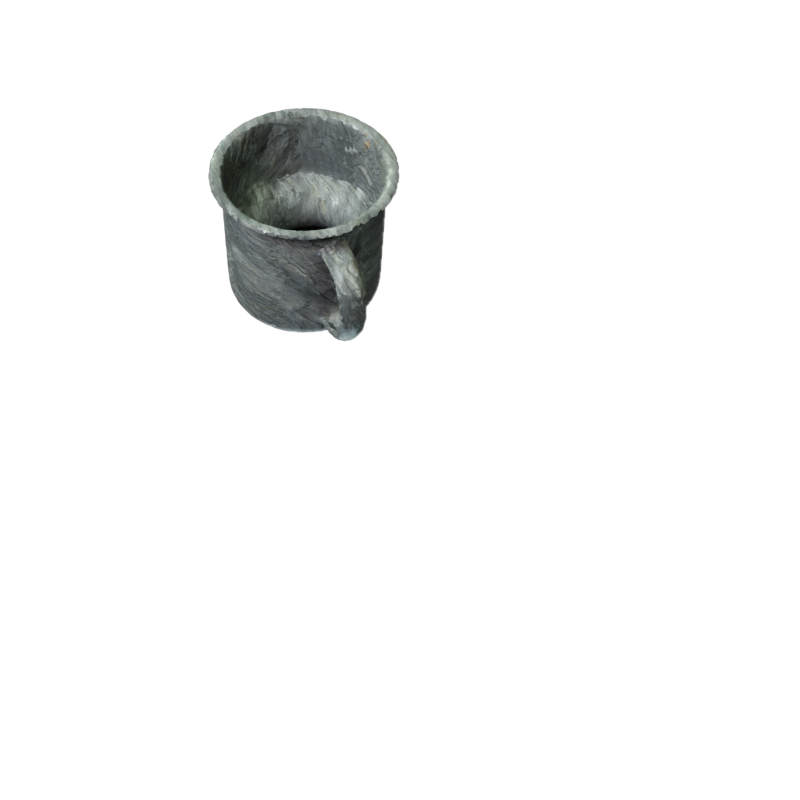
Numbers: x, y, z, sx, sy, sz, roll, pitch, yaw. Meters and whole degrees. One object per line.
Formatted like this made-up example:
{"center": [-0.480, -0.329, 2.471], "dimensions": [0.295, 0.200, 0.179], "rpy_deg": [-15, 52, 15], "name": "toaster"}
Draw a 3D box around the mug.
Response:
{"center": [-0.044, -0.080, 0.560], "dimensions": [0.092, 0.127, 0.076], "rpy_deg": [-18, -37, -16], "name": "mug"}
